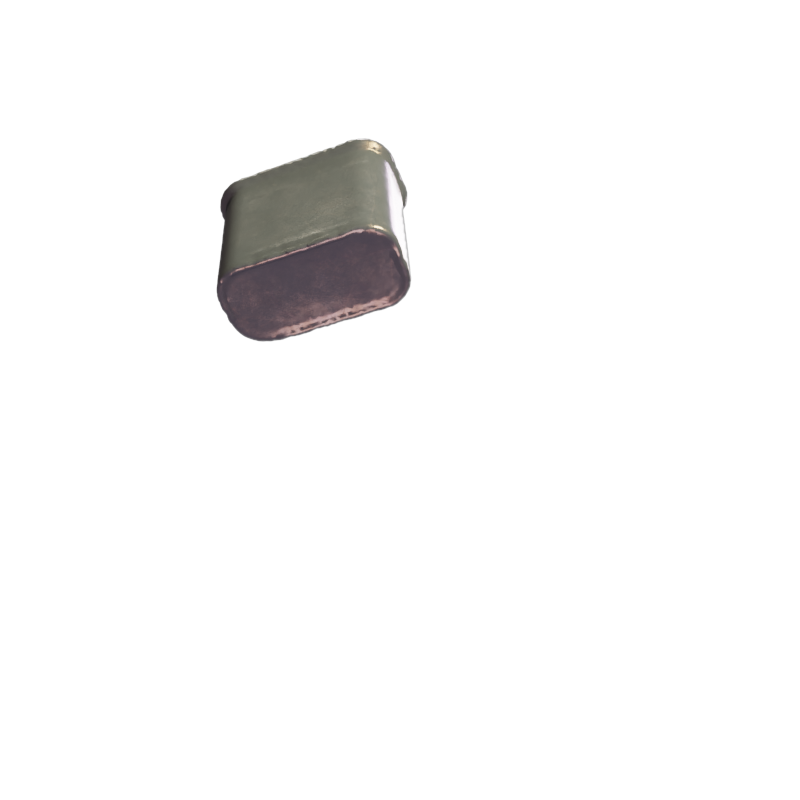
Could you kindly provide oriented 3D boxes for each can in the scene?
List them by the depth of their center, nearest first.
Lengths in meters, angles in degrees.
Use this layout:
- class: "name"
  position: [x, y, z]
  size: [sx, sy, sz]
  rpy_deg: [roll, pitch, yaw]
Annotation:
- class: "can"
  position: [-0.046, -0.084, 0.585]
  size: [0.102, 0.053, 0.090]
  rpy_deg: [-17, 37, 11]
